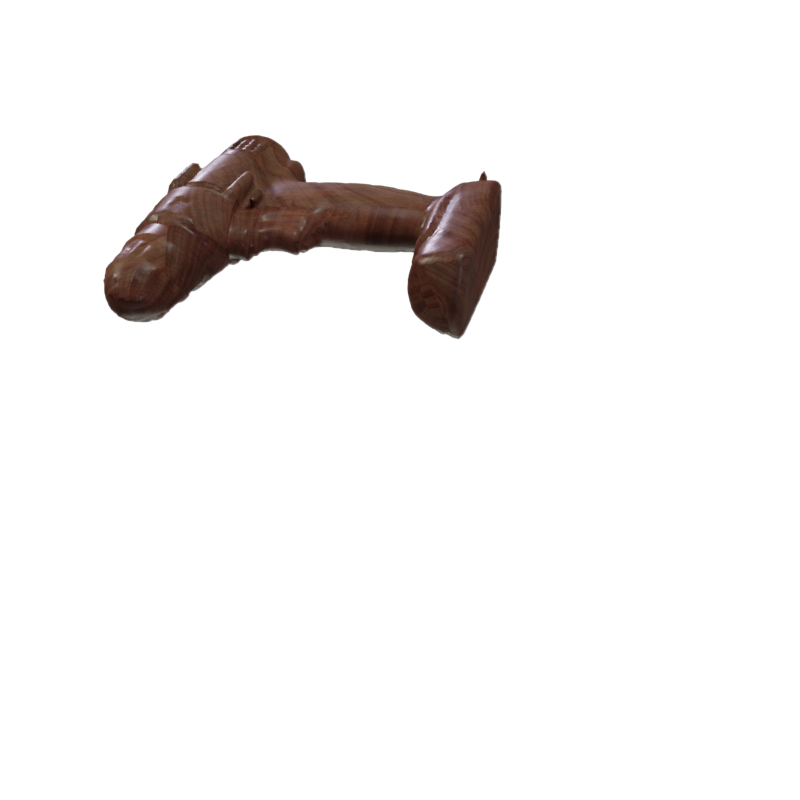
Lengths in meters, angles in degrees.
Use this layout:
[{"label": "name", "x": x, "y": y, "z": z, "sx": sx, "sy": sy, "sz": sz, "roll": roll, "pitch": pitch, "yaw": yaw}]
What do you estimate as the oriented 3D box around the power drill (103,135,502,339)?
[{"label": "power drill", "x": -0.048, "y": -0.087, "z": 0.609, "sx": 0.193, "sy": 0.054, "sz": 0.191, "roll": 12, "pitch": 38, "yaw": 15}]
